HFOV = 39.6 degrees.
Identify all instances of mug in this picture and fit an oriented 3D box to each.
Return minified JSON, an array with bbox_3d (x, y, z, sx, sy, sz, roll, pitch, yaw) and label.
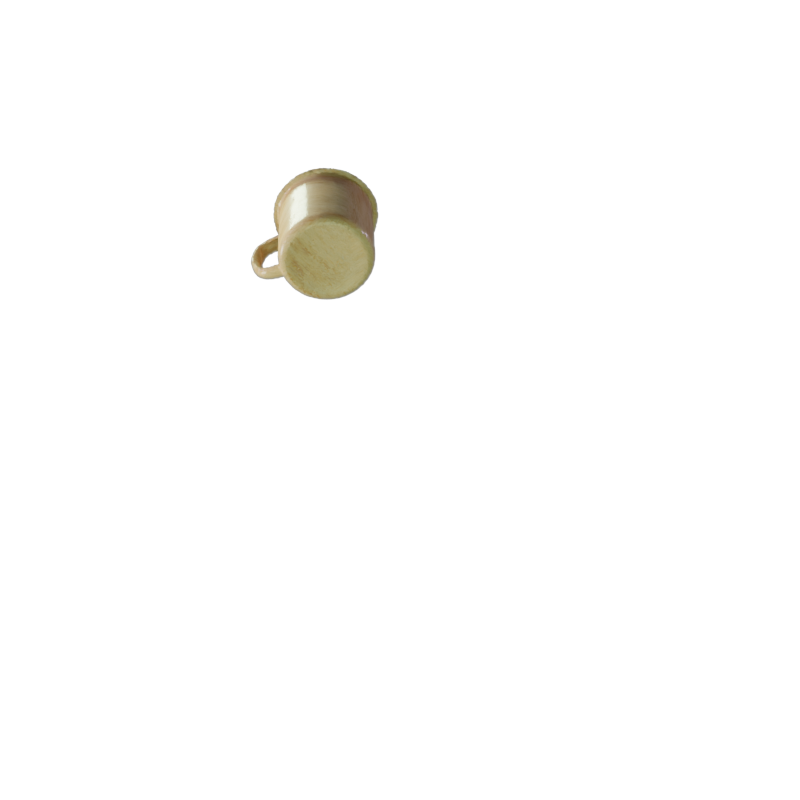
[{"bbox_3d":[-0.074,-0.136,0.951,0.118,0.087,0.087,-19,32,10],"label":"mug"}]
